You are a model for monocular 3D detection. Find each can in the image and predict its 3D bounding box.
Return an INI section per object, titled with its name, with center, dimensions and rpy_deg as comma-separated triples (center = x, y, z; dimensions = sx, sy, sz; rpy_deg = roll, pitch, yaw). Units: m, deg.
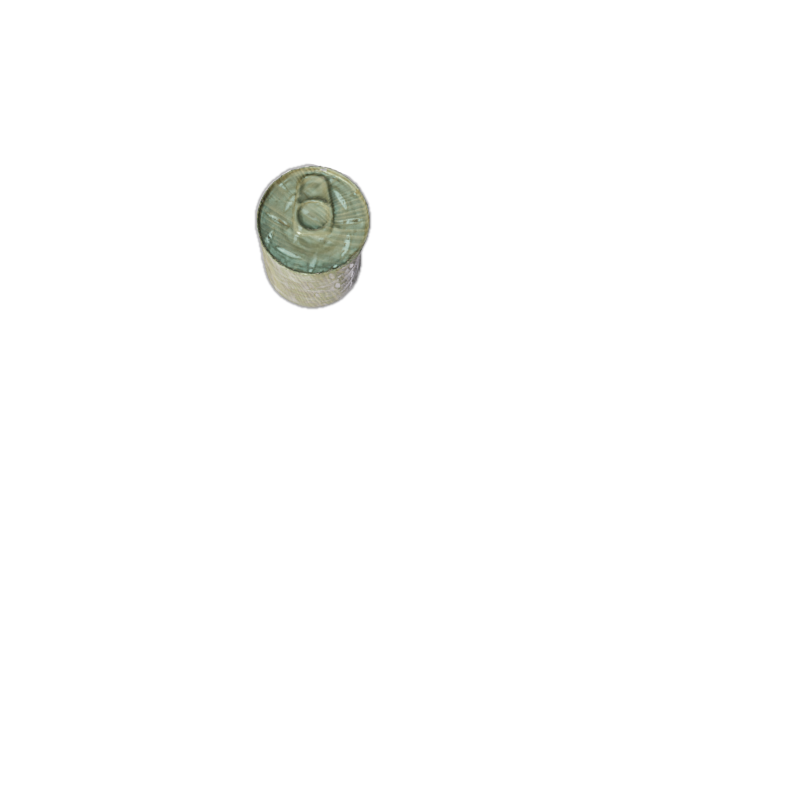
[can]
center = -0.055, -0.100, 0.703
dimensions = 0.068, 0.071, 0.099
rpy_deg = 0, -10, -3
